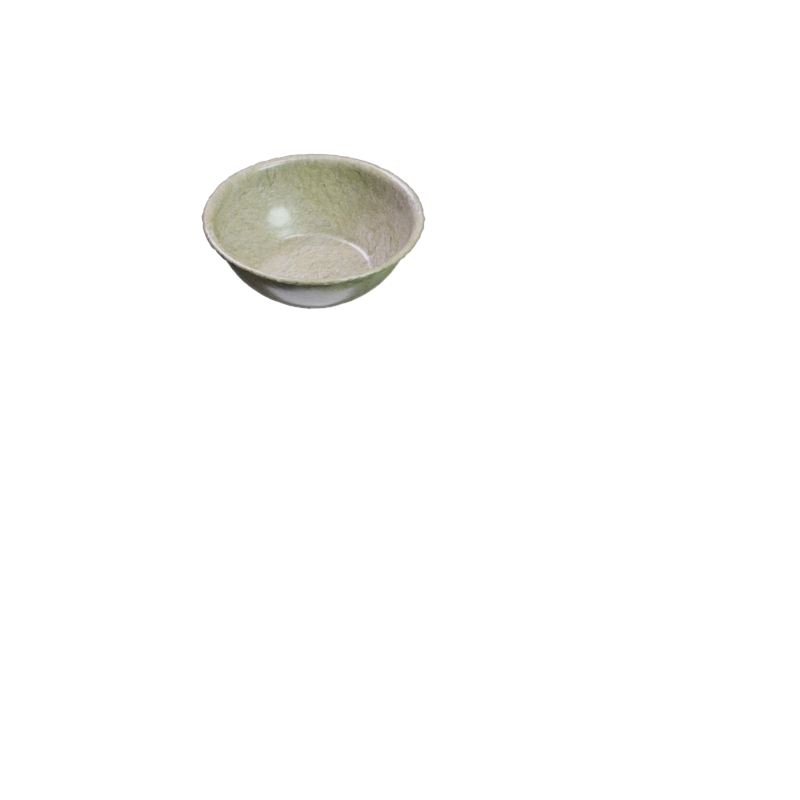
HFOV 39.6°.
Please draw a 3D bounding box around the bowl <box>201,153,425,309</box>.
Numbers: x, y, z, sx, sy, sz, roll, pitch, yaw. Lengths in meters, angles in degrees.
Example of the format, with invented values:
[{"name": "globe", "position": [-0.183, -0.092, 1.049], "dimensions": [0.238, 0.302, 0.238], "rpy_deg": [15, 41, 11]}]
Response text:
[{"name": "bowl", "position": [-0.064, -0.117, 0.821], "dimensions": [0.162, 0.051, 0.174], "rpy_deg": [-1, 42, -2]}]
